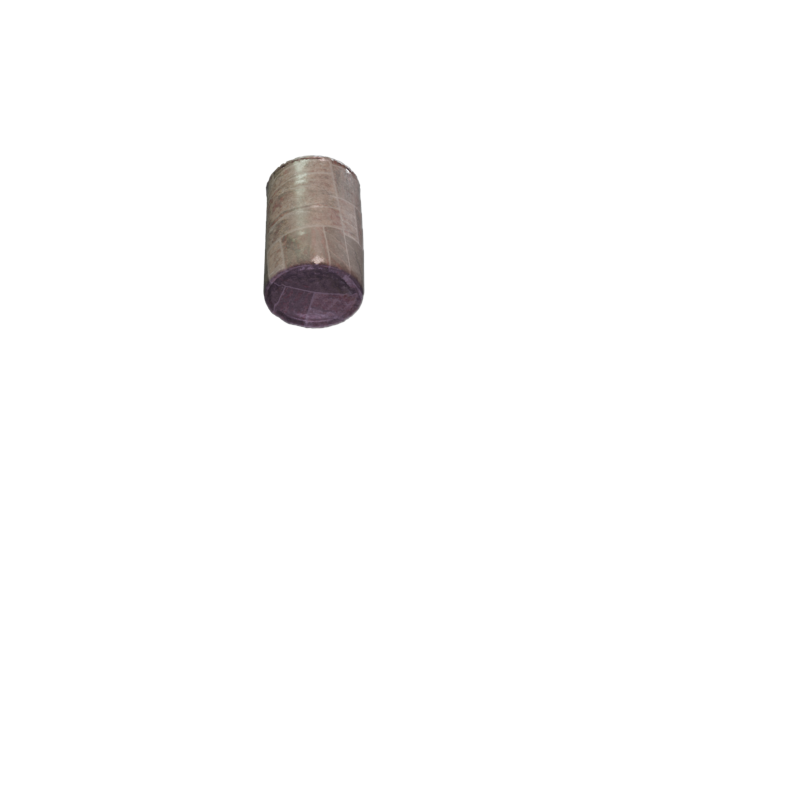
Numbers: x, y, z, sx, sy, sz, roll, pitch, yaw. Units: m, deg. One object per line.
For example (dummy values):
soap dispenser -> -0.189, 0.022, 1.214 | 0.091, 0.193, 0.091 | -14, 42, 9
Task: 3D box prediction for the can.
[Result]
can -> -0.059, -0.108, 0.758 | 0.068, 0.110, 0.064 | -1, -40, -3
